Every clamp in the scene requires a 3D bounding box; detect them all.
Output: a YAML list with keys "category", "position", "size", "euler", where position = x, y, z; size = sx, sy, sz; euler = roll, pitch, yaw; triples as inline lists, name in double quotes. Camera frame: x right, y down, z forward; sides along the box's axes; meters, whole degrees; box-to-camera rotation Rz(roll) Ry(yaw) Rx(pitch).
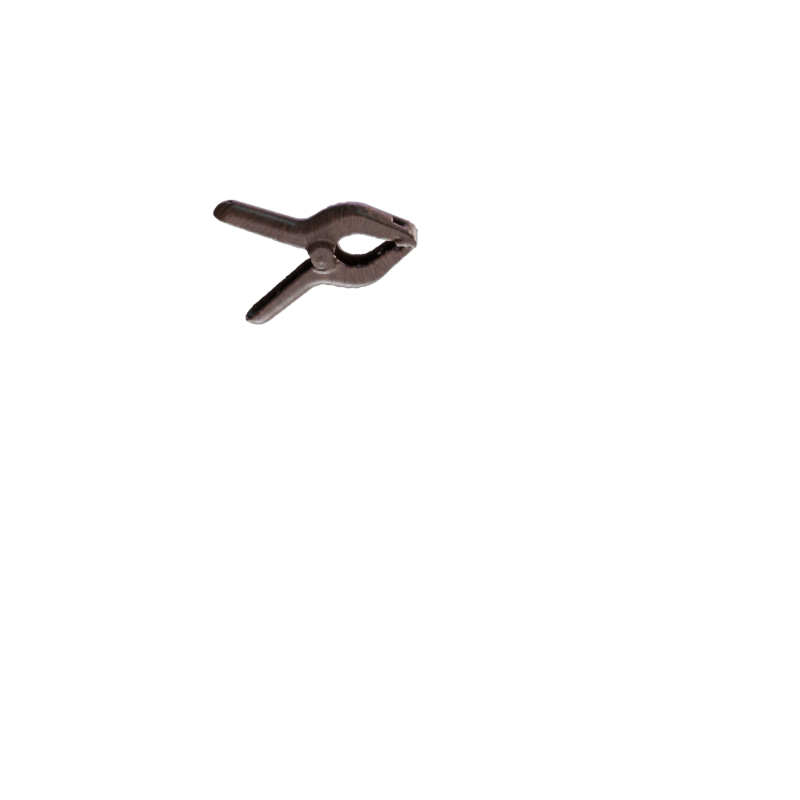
- category: "clamp"
  position: [-0.074, -0.135, 0.946]
  size: [0.172, 0.112, 0.042]
  euler: [-17, 34, 12]
